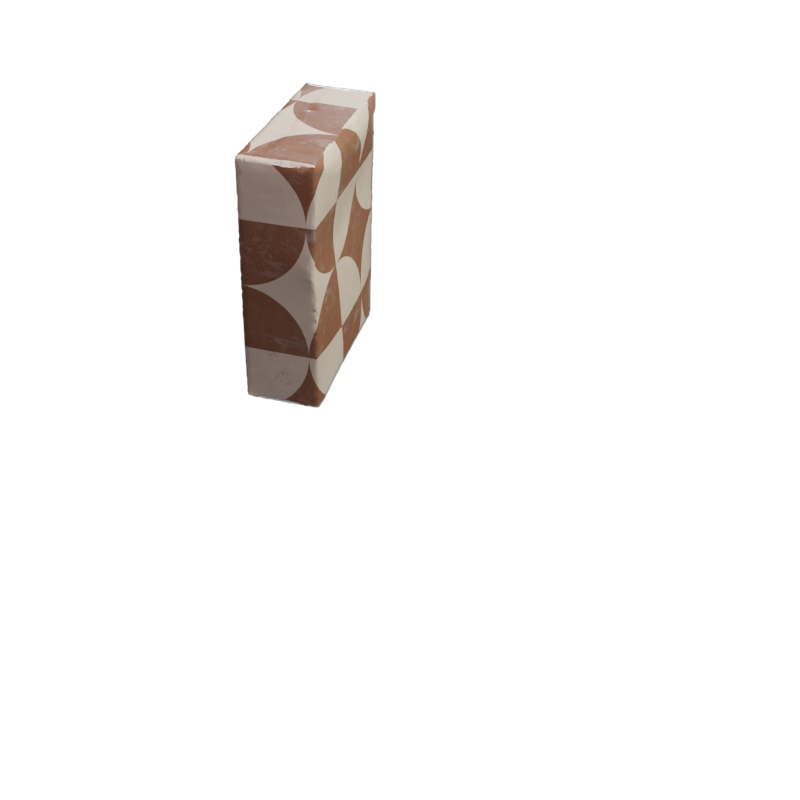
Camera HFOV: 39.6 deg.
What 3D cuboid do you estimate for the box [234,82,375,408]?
[{"bbox_3d":[-0.071,-0.129,0.905,0.073,0.201,0.171,9,33,11],"label":"box"}]
